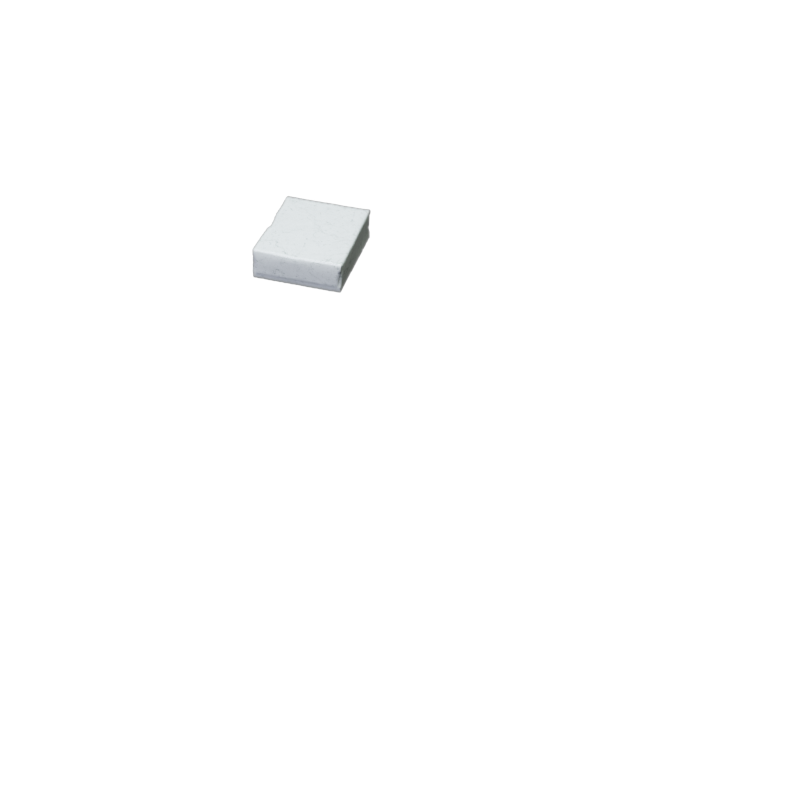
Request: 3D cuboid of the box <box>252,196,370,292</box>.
[{"bbox_3d":[-0.070,-0.127,0.890,0.075,0.028,0.093,10,40,12],"label":"box"}]
